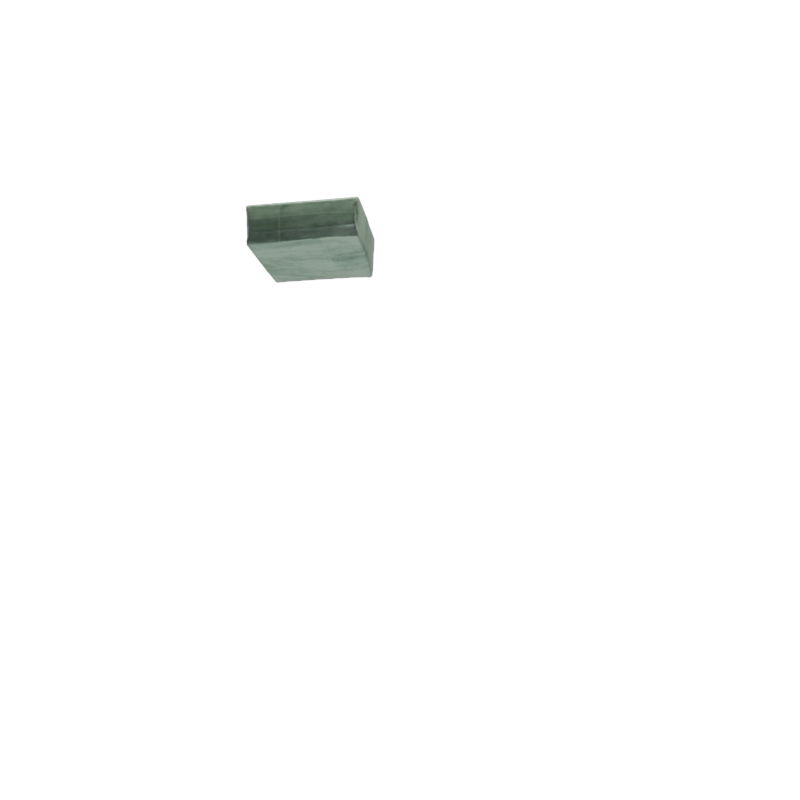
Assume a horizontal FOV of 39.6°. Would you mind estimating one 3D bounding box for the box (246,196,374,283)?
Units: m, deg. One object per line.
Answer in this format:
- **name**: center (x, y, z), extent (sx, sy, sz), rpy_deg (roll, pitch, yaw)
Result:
- **box**: center (-0.071, -0.129, 0.906), extent (0.091, 0.040, 0.108), rpy_deg (-2, -13, 7)
